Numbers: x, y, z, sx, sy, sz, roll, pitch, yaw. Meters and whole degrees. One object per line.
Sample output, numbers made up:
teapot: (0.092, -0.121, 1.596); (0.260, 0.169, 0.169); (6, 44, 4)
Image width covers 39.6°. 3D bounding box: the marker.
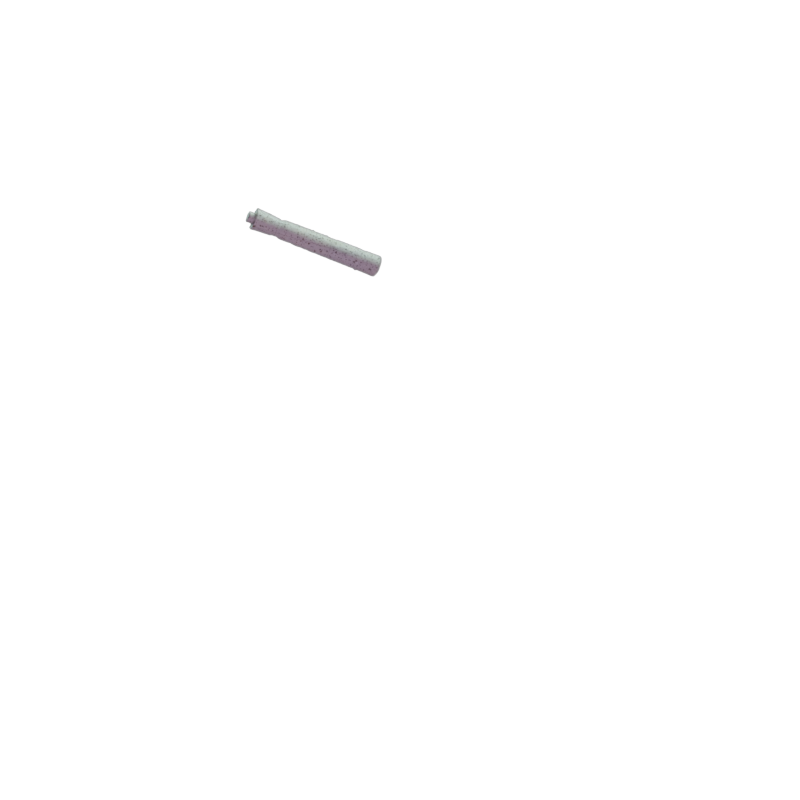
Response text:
marker: (-0.073, -0.134, 0.938); (0.118, 0.020, 0.020); (20, -2, -13)
